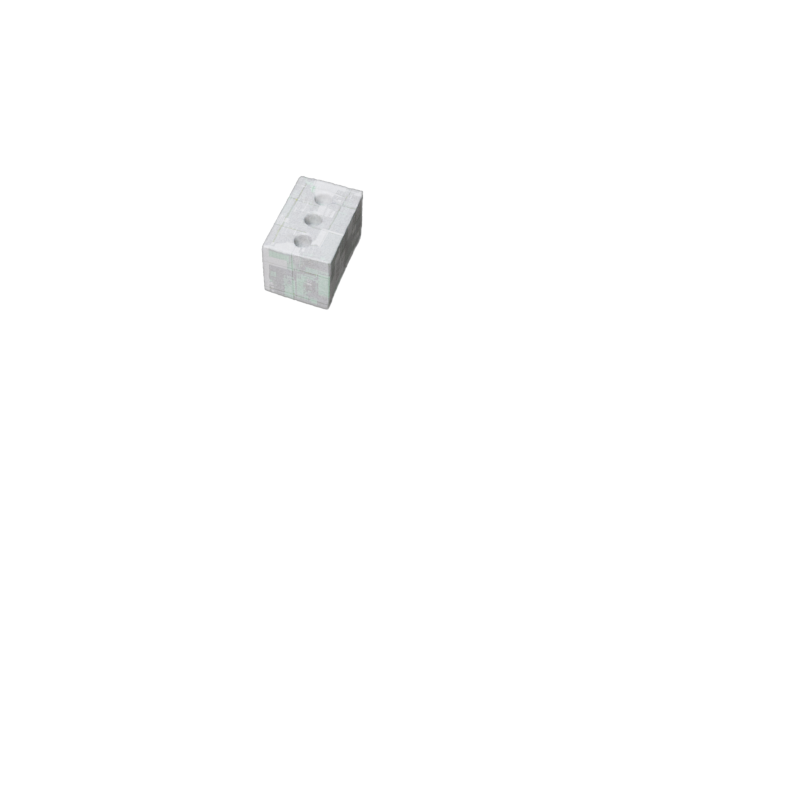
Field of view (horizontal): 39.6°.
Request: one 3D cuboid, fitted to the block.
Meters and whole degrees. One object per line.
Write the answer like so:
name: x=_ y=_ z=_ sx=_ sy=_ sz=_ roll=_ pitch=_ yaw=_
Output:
block: x=-0.064 y=-0.117 z=0.819 sx=0.054 sy=0.082 sz=0.048 roll=15 pitch=-37 yaw=9
